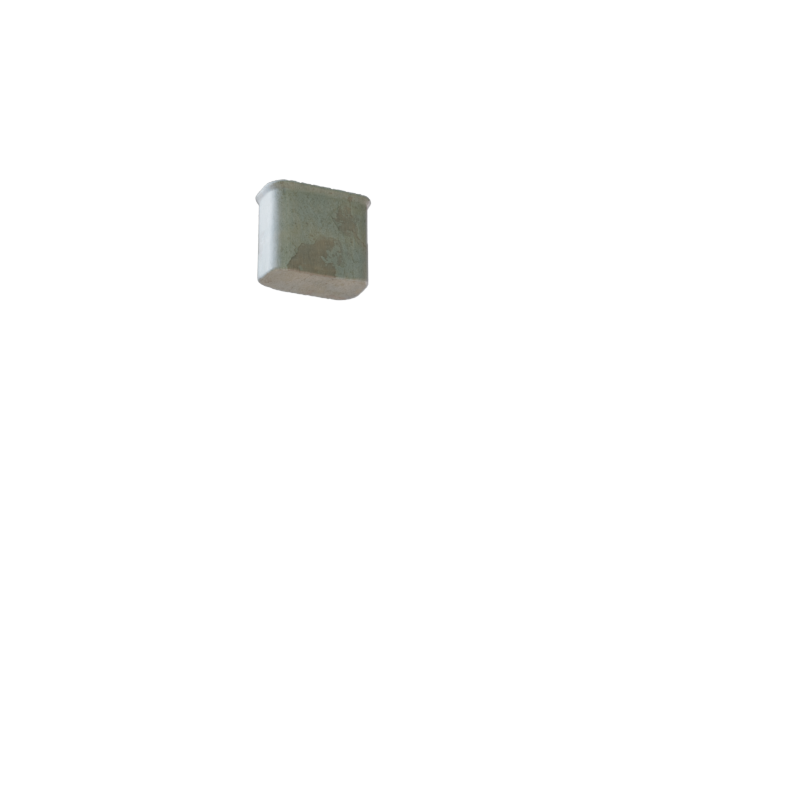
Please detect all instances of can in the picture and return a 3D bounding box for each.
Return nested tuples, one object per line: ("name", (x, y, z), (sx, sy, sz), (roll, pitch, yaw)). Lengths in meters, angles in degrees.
("can", (-0.077, -0.140, 0.983), (0.098, 0.088, 0.057), (8, -22, -24))
